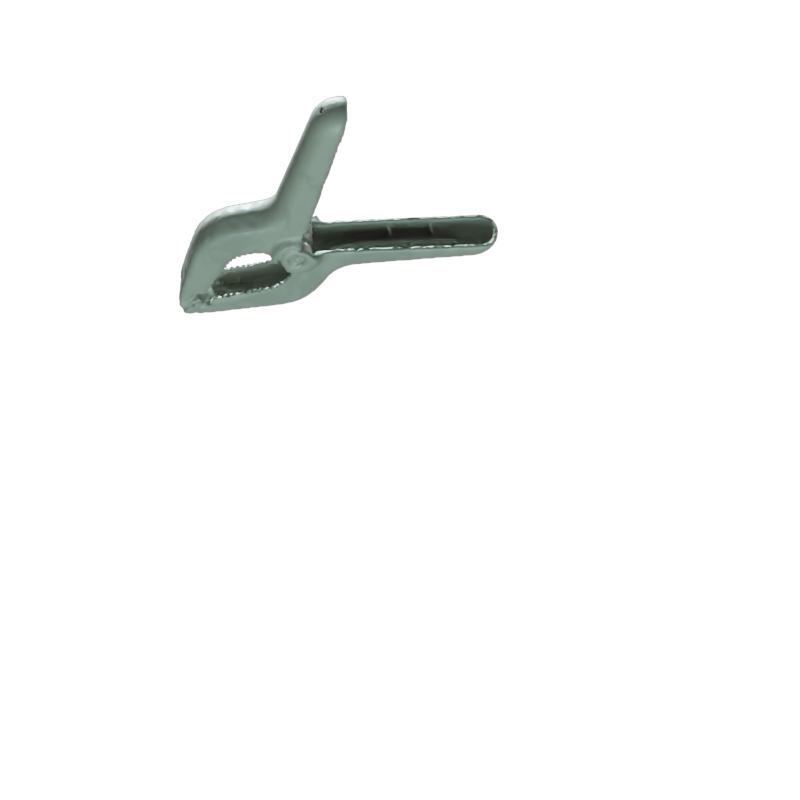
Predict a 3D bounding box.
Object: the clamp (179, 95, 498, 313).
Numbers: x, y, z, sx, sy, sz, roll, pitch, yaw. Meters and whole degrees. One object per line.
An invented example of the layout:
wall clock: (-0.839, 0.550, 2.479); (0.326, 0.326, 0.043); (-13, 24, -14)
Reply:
clamp: (-0.055, -0.101, 0.705); (0.210, 0.039, 0.154); (-26, -40, 37)
